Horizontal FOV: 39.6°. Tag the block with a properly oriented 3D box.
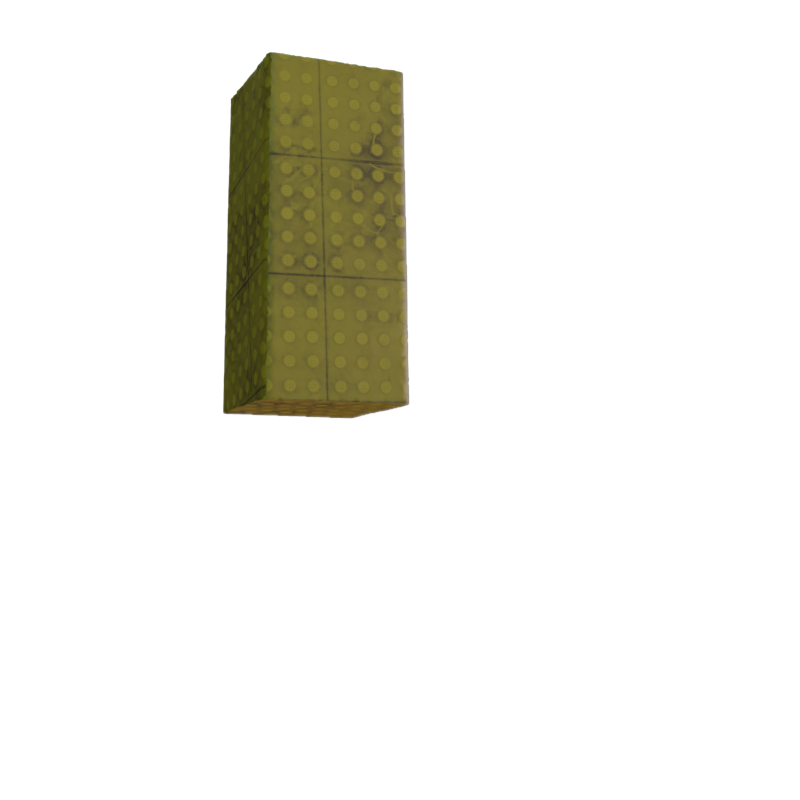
[{"bbox_3d":[-0.054,-0.098,0.685,0.088,0.213,0.090,4,-14,-22],"label":"block"}]
